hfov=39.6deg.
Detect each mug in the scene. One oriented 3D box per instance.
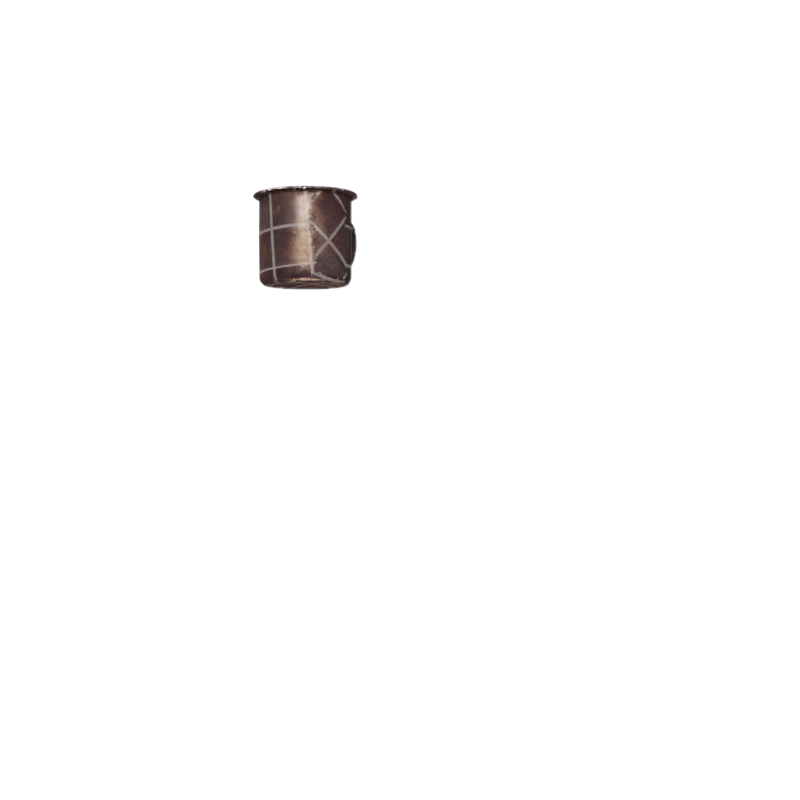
[{"bbox_3d":[-0.078,-0.142,0.992,0.096,0.083,0.112,-2,-3,33],"label":"mug"}]
